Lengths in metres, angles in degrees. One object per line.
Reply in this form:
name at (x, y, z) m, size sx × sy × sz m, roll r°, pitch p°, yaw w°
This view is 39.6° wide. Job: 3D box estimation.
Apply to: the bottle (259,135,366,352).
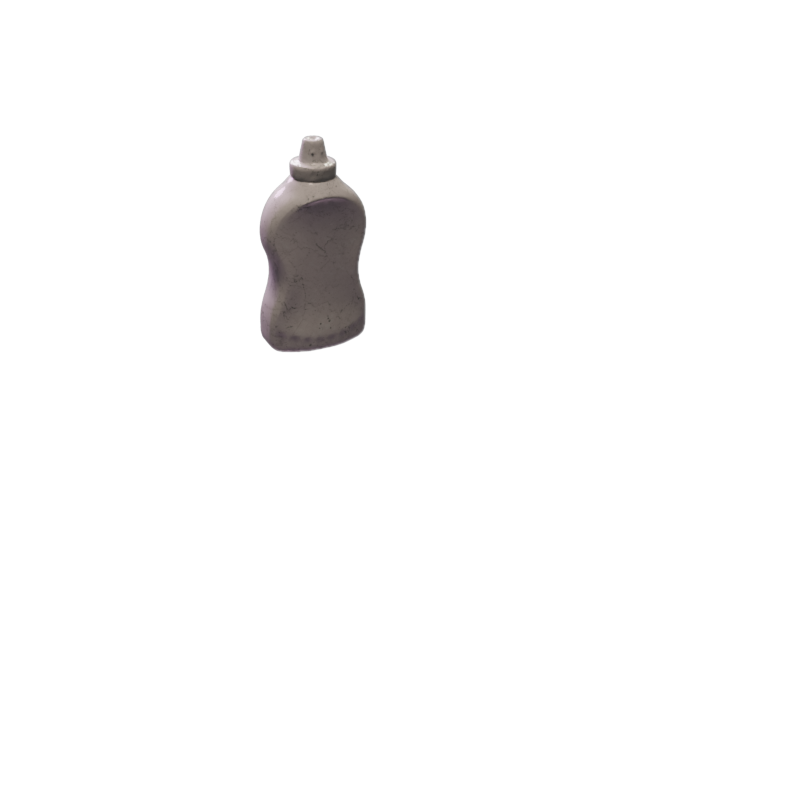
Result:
bottle at (-0.077, -0.141, 0.986) m, size 0.094 × 0.182 × 0.063 m, roll -10°, pitch 27°, yaw -23°
